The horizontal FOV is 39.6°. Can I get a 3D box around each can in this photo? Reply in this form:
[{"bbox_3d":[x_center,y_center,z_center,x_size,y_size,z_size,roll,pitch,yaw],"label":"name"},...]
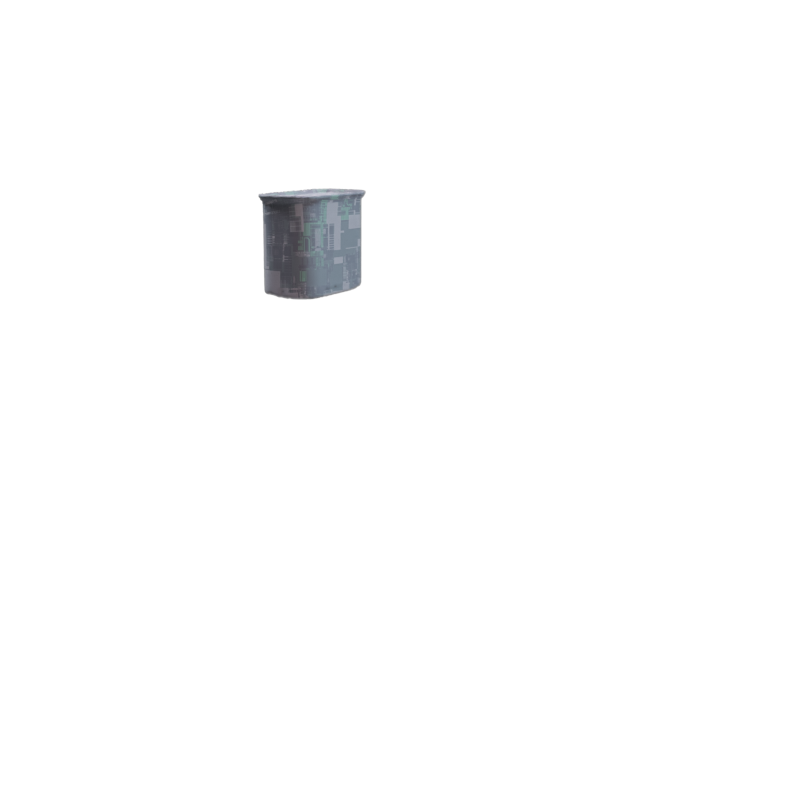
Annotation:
[{"bbox_3d":[-0.072,-0.132,0.925,0.060,0.082,0.100,5,12,29],"label":"can"}]
